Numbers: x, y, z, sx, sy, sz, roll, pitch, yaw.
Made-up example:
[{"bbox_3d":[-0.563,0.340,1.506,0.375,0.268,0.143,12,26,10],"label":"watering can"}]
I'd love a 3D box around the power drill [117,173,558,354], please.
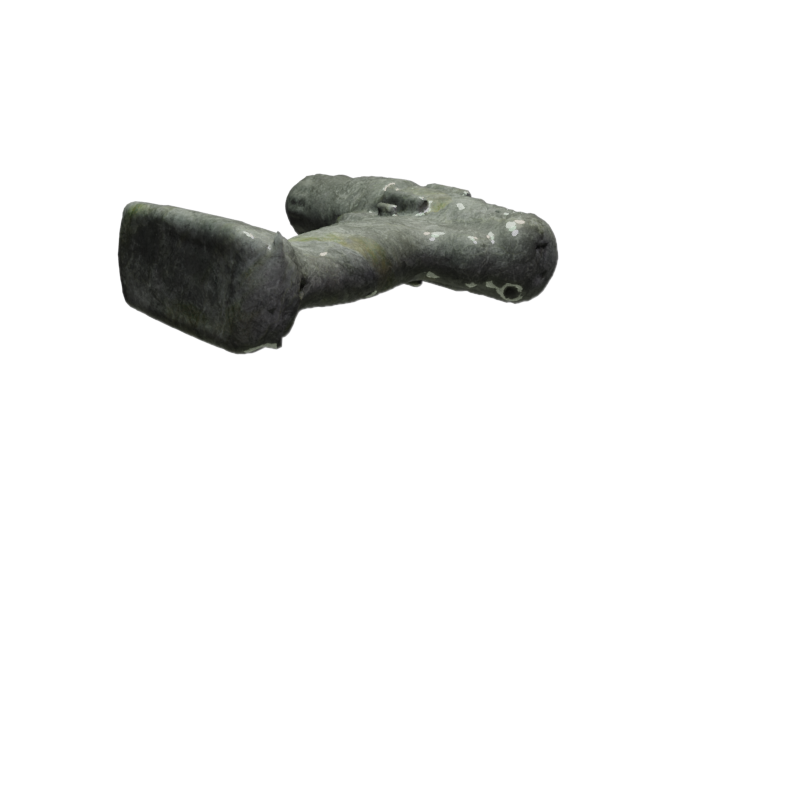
[{"bbox_3d":[-0.044,-0.080,0.559,0.184,0.055,0.195,-17,26,-41],"label":"power drill"}]
